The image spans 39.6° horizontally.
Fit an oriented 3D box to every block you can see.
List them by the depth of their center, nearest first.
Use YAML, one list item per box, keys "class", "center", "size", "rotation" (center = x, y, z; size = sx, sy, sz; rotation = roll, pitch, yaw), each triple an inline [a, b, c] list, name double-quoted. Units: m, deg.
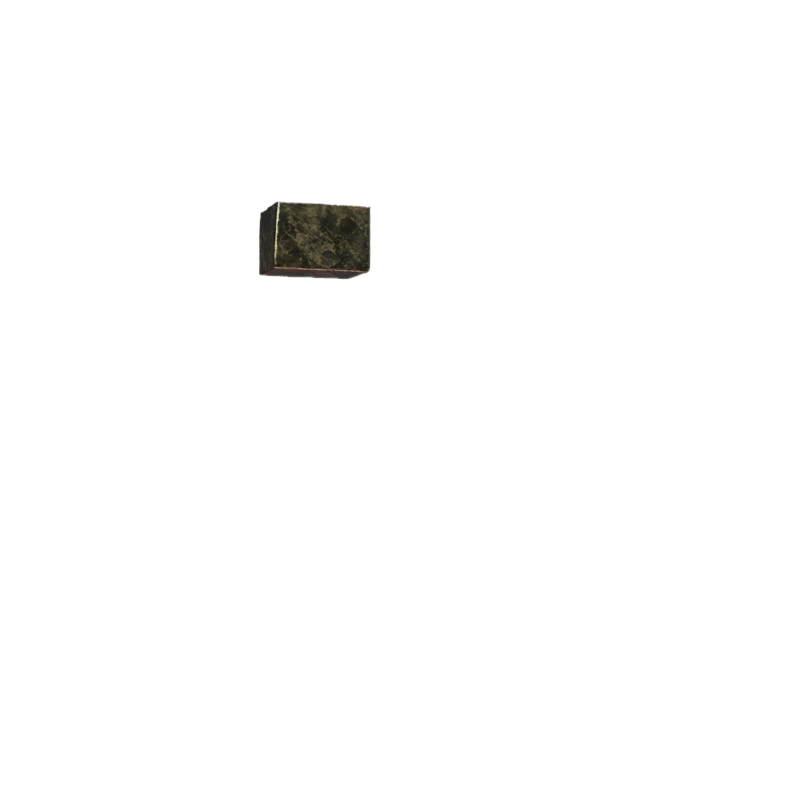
- class: "block"
  center: [-0.068, -0.123, 0.863]
  size: [0.076, 0.052, 0.053]
  rotation: [1, -5, -19]
